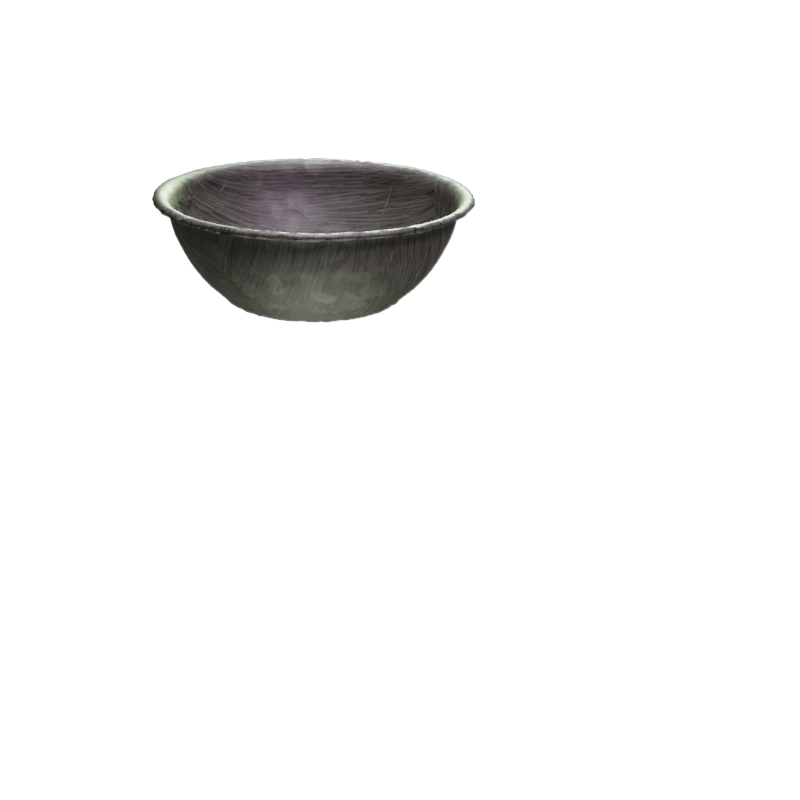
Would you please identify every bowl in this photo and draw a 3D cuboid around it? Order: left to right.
[{"bbox_3d":[-0.044,-0.081,0.566,0.162,0.053,0.170,-1,23,-2],"label":"bowl"}]
